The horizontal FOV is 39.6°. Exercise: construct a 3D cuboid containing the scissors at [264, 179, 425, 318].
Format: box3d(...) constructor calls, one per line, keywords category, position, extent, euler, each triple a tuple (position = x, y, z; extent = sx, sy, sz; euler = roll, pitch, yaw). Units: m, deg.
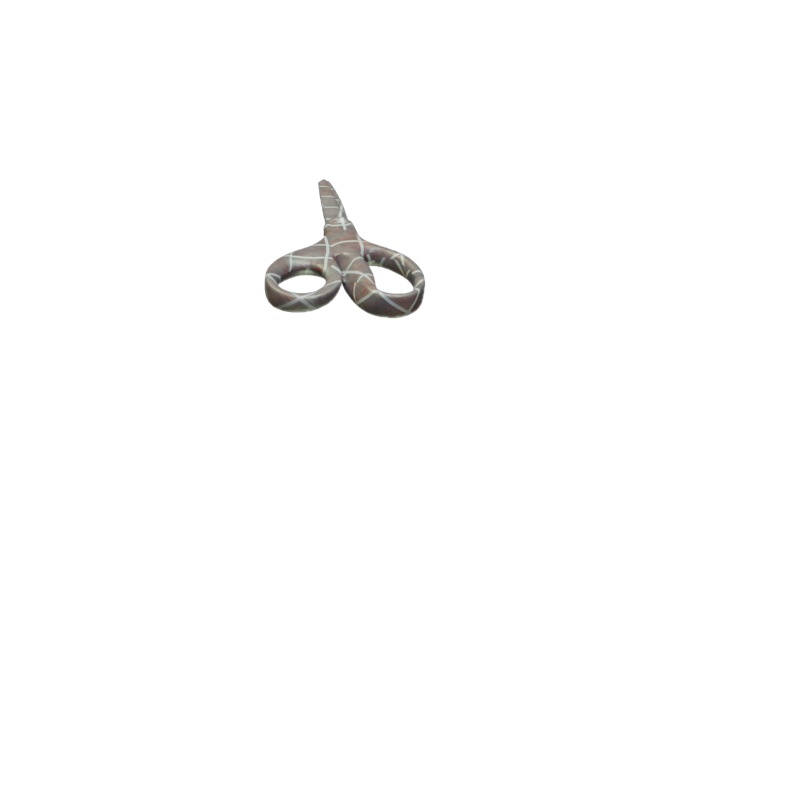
box3d(category="scissors", position=(-0.052, -0.095, 0.666), extent=(0.094, 0.015, 0.217), euler=(-11, 31, -20))
